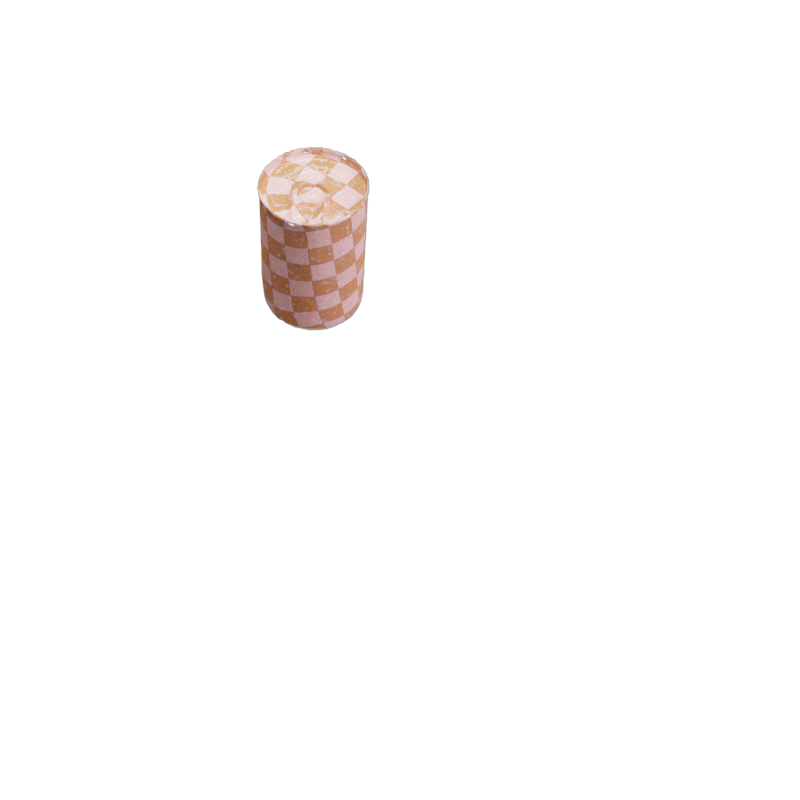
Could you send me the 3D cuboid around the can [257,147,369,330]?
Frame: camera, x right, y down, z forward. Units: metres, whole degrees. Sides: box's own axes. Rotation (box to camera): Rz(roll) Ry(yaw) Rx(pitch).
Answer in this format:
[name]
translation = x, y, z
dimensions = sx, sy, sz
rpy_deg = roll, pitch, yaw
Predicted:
[can]
translation = -0.055, -0.101, 0.707
dimensions = 0.068, 0.073, 0.095
rpy_deg = 0, -39, -3
